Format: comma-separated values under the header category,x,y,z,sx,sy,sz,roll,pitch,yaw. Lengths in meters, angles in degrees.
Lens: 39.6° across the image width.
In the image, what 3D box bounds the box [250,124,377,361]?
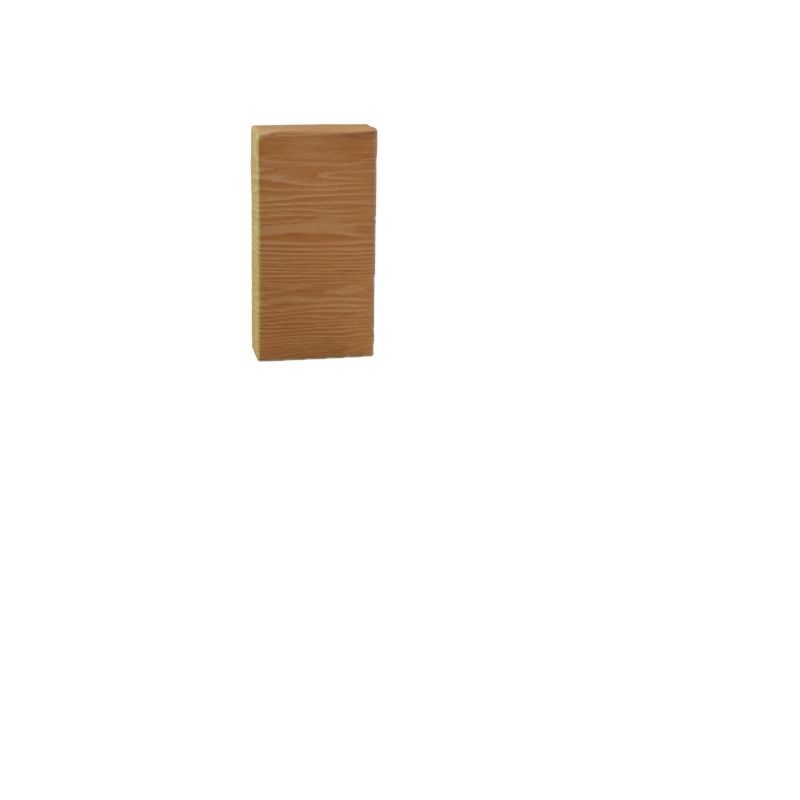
category,x,y,z,sx,sy,sz,roll,pitch,yaw
box,-0.066,-0.120,0.844,0.092,0.170,0.050,-2,15,-11
